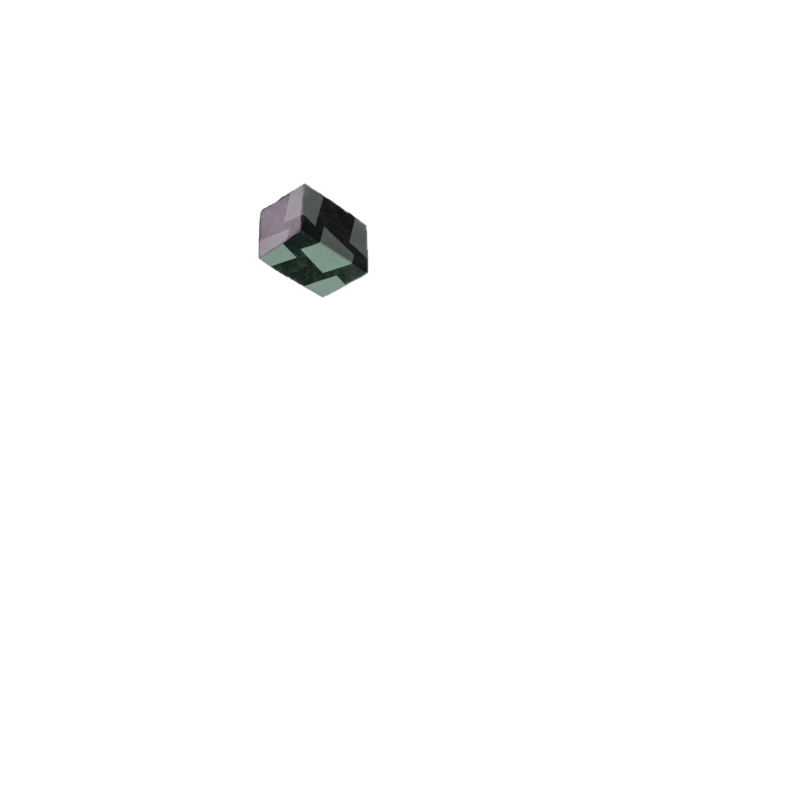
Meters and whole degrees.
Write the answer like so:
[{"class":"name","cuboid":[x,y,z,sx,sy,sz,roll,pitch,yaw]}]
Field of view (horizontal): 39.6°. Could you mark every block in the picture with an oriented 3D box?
[{"class":"block","cuboid":[-0.070,-0.128,0.900,0.053,0.055,0.073,-28,-42,33]}]
